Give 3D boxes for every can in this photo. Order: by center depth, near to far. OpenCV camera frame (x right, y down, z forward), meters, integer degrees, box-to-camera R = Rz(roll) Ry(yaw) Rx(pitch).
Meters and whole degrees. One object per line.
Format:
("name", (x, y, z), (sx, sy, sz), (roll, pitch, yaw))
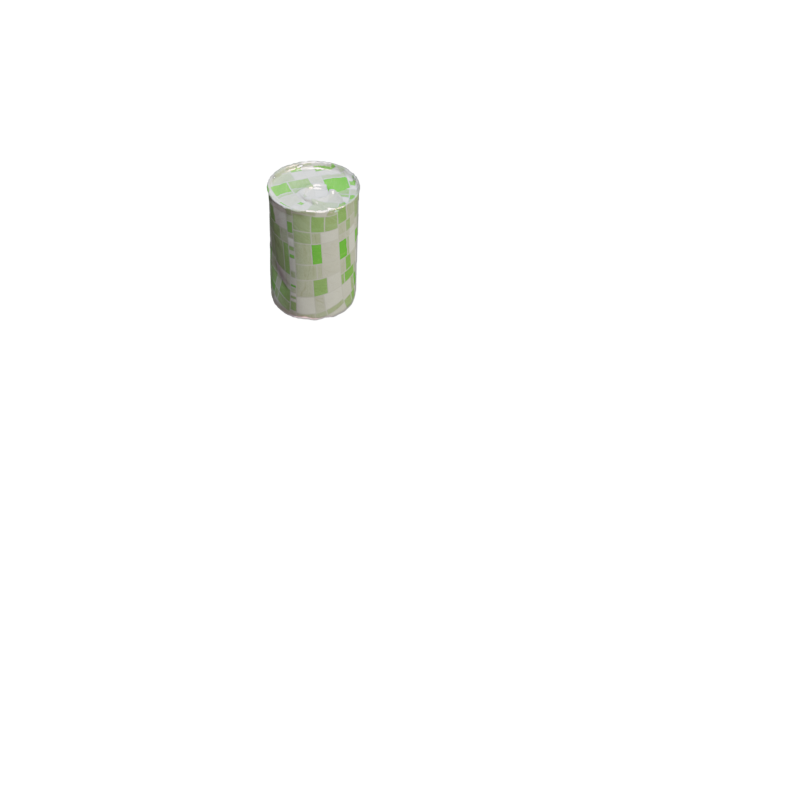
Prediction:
("can", (-0.065, -0.119, 0.835), (0.068, 0.095, 0.073), (0, 39, -3))
